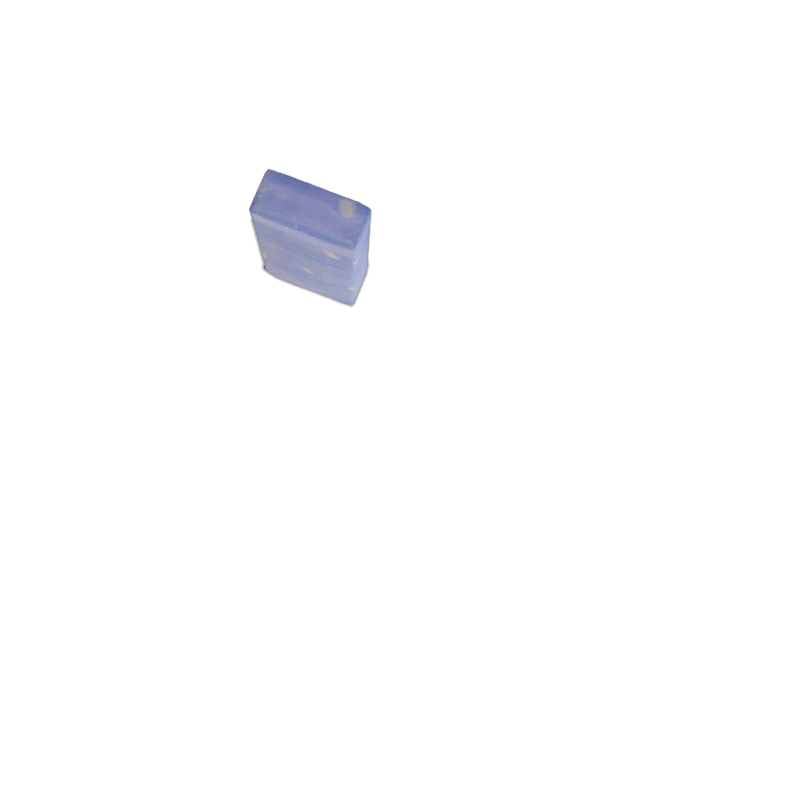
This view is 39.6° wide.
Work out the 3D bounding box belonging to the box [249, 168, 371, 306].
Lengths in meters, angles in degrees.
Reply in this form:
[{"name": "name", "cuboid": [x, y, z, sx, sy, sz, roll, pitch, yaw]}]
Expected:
[{"name": "box", "cuboid": [-0.074, -0.136, 0.950, 0.094, 0.049, 0.170, 22, -13, 2]}]
